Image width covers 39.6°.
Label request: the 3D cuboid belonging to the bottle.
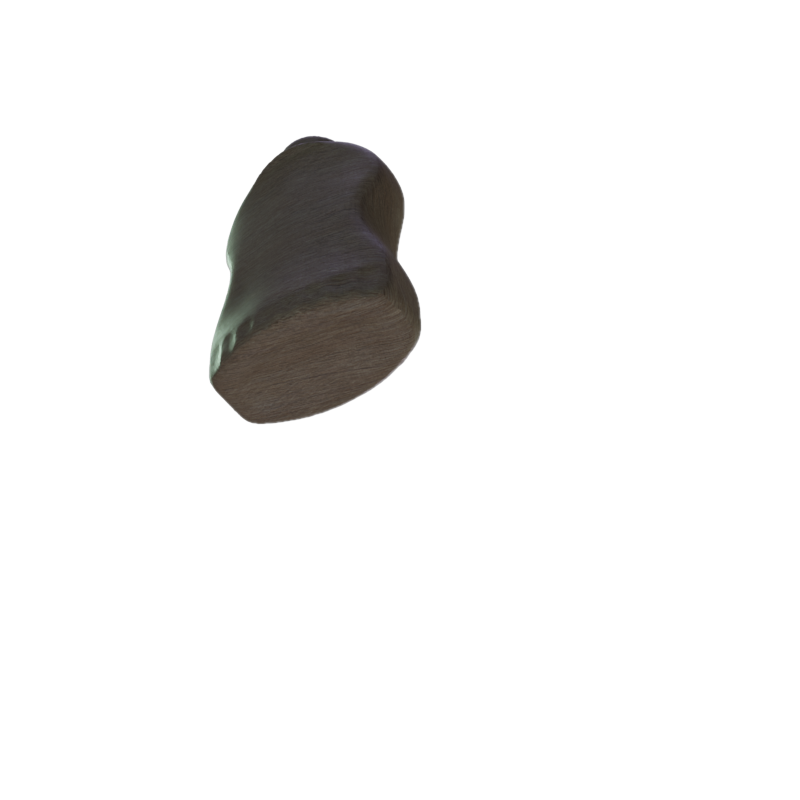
[{"bbox_3d":[-0.043,-0.079,0.556,0.096,0.205,0.054,-28,-54,18],"label":"bottle"}]
